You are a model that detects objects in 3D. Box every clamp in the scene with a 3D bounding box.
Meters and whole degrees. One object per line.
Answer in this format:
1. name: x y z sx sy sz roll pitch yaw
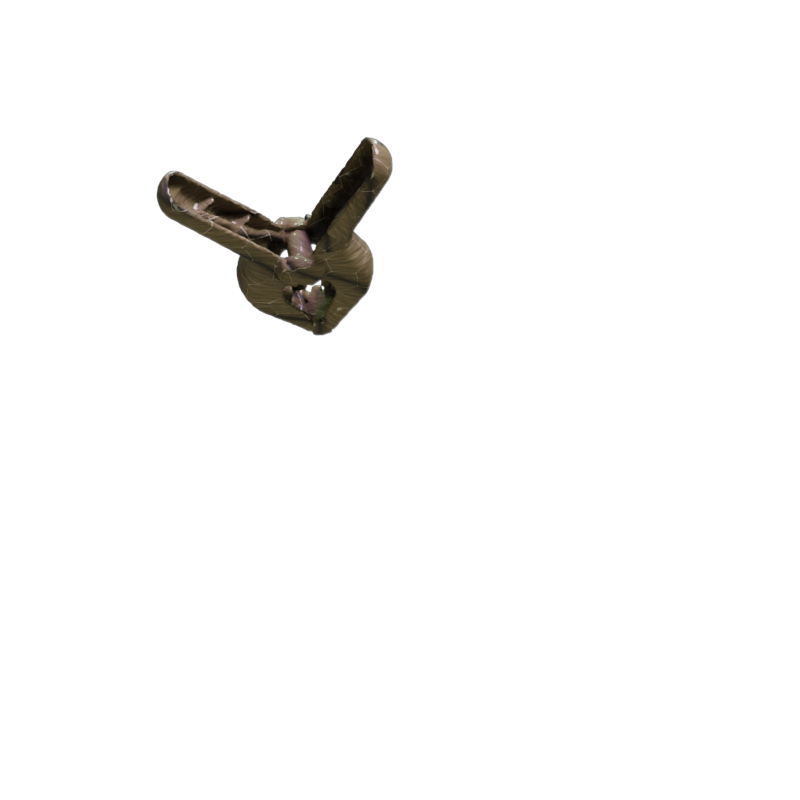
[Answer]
1. clamp: -0.048 -0.088 0.616 0.122 0.041 0.160 -6 -23 15
